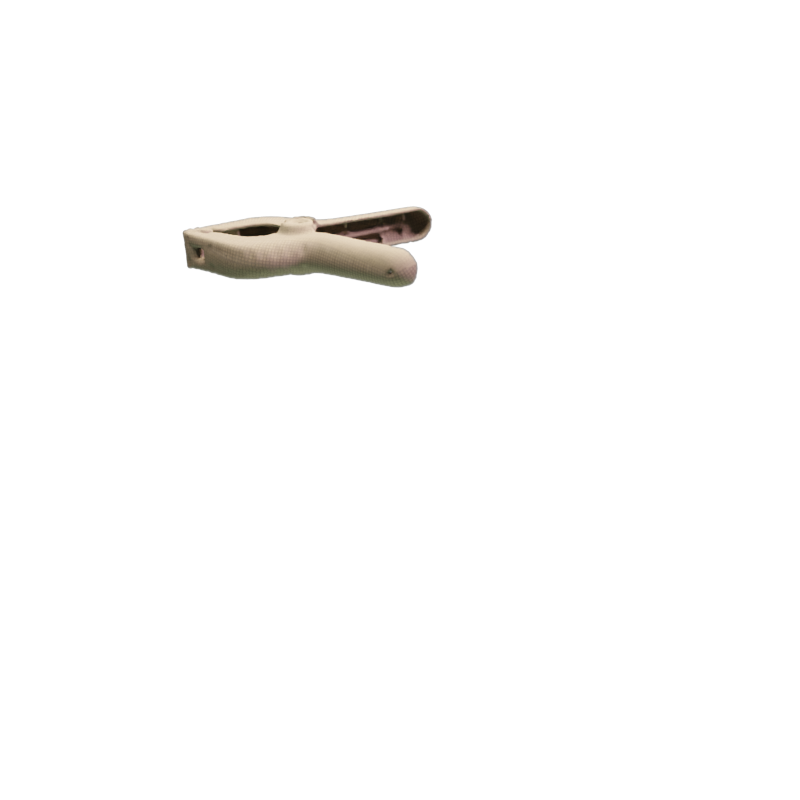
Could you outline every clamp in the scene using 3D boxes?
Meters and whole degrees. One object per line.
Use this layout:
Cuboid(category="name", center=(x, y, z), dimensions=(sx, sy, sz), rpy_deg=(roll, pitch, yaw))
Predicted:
Cuboid(category="clamp", center=(-0.059, -0.108, 0.757), dimensions=(0.176, 0.038, 0.121), rpy_deg=(6, 20, 17))
